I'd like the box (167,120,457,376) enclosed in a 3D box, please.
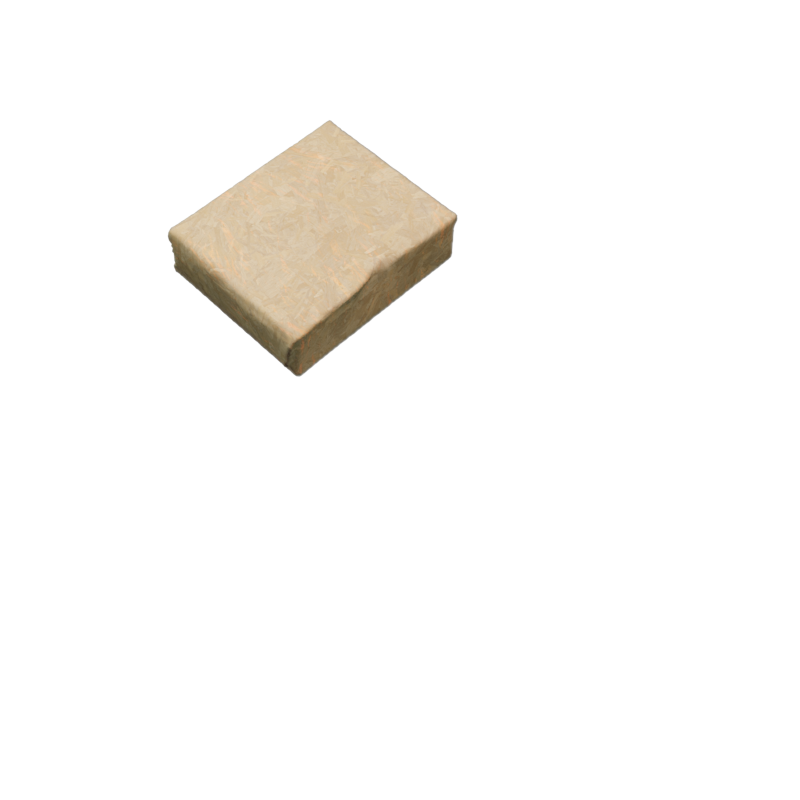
[{"bbox_3d":[-0.034,-0.062,0.435,0.090,0.028,0.078,-38,63,-25],"label":"box"}]
